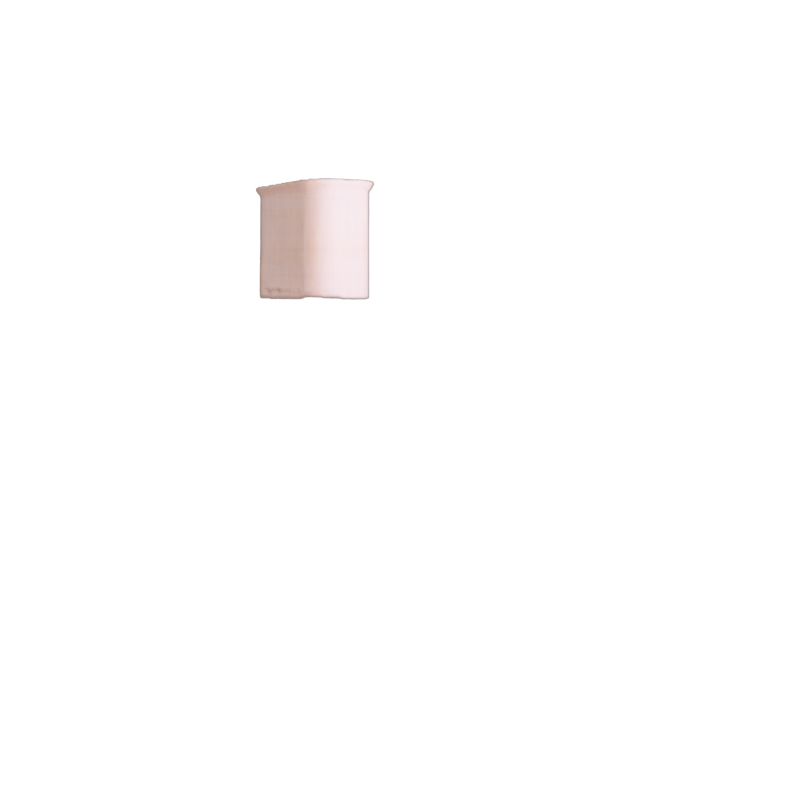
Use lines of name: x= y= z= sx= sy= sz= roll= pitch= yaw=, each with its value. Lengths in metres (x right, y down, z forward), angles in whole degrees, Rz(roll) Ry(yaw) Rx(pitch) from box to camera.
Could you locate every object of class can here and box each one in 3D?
can: x=-0.063 y=-0.116 z=0.809 sx=0.055 sy=0.084 sz=0.106 roll=0 pitch=3 yaw=-33
